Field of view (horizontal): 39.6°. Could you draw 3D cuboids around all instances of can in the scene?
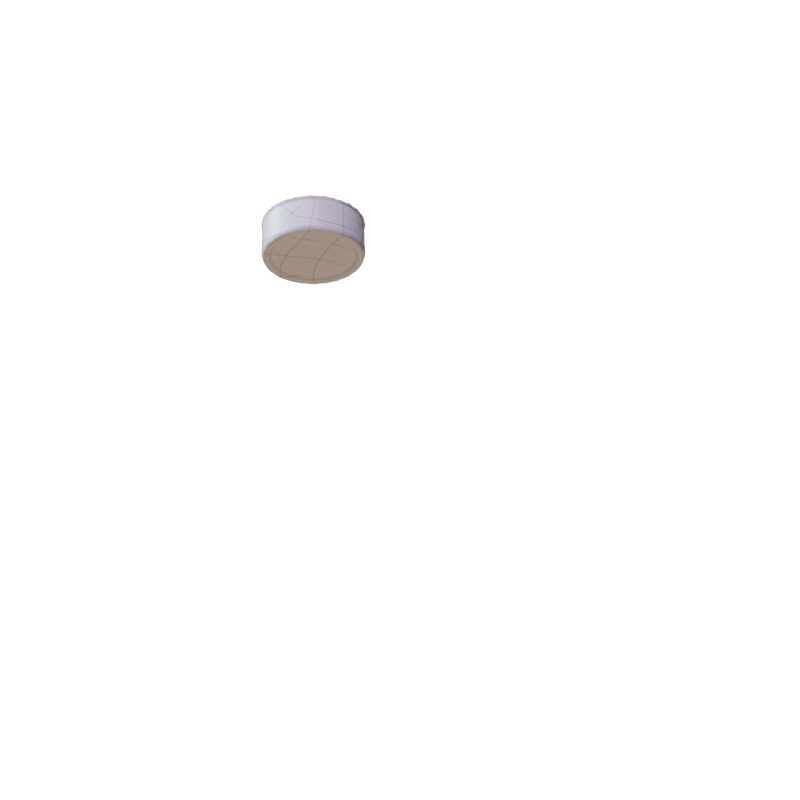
[{"bbox_3d":[-0.071,-0.130,0.911,0.086,0.036,0.081,1,-28,-2],"label":"can"}]
